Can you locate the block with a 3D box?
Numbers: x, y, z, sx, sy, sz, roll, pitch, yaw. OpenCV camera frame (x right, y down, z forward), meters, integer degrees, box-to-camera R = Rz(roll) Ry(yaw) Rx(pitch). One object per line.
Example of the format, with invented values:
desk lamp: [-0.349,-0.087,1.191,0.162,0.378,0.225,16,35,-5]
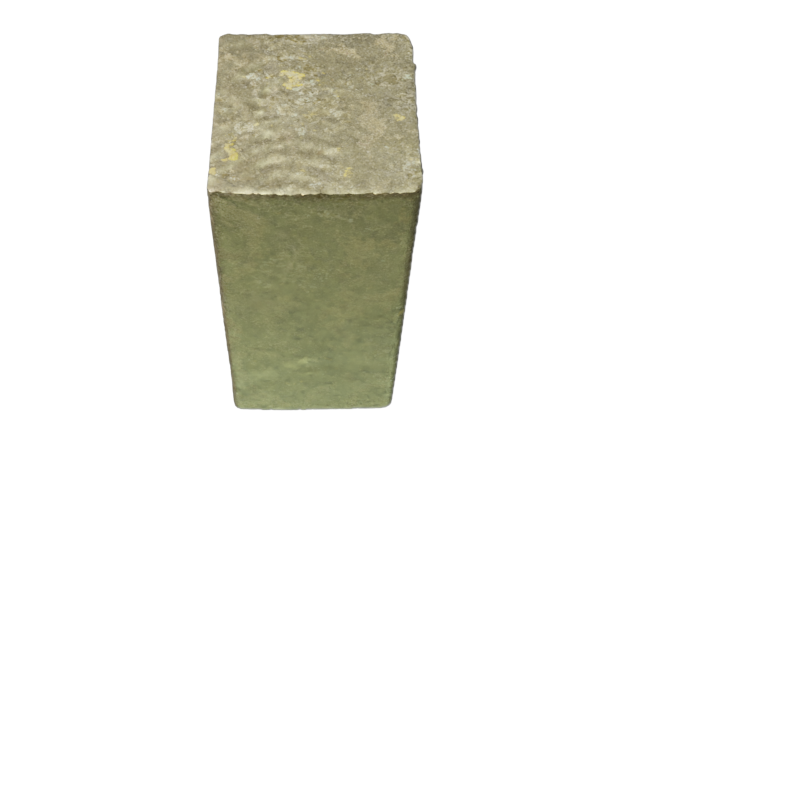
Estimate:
block: [-0.043,-0.079,0.558,0.090,0.097,0.194,0,-29,-3]
